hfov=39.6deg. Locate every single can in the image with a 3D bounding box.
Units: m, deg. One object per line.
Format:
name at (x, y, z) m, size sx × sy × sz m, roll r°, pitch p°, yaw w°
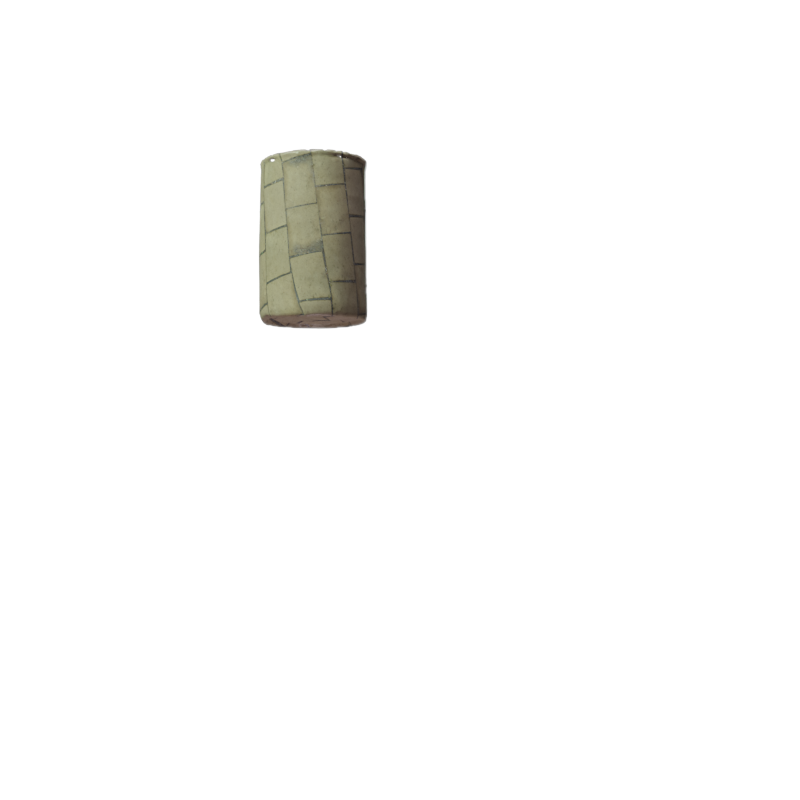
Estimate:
can at (-0.054, -0.099, 0.695) m, size 0.068 × 0.105 × 0.067 m, roll 0°, pitch -9°, yaw -2°
